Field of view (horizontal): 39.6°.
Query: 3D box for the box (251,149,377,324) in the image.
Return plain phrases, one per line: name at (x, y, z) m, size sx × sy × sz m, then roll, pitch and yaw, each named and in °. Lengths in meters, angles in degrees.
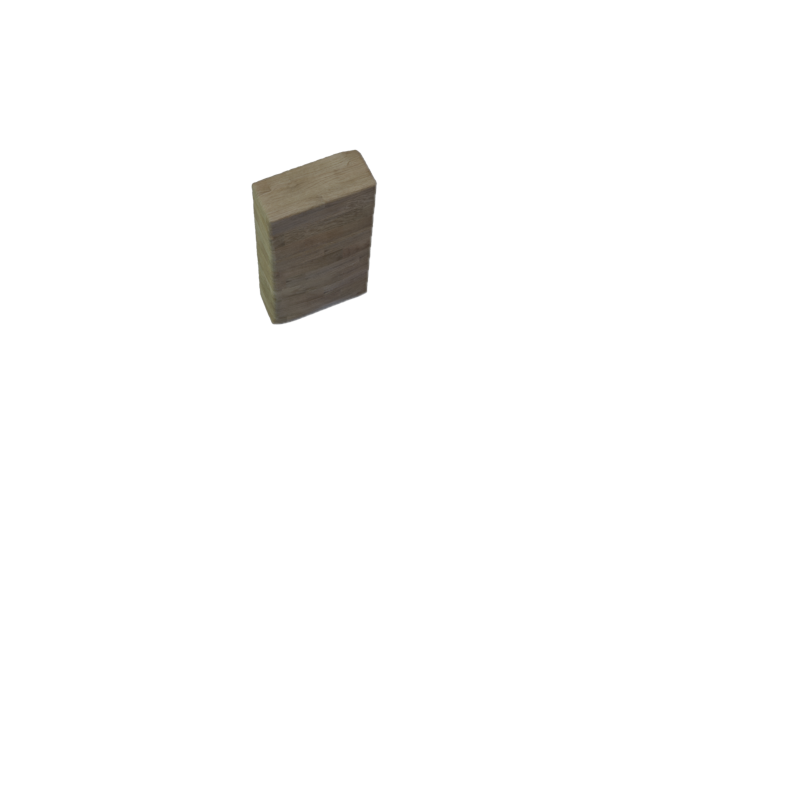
box at (-0.072, -0.132, 0.925) m, size 0.093 × 0.051 × 0.166 m, roll -21°, pitch -25°, yaw -14°
